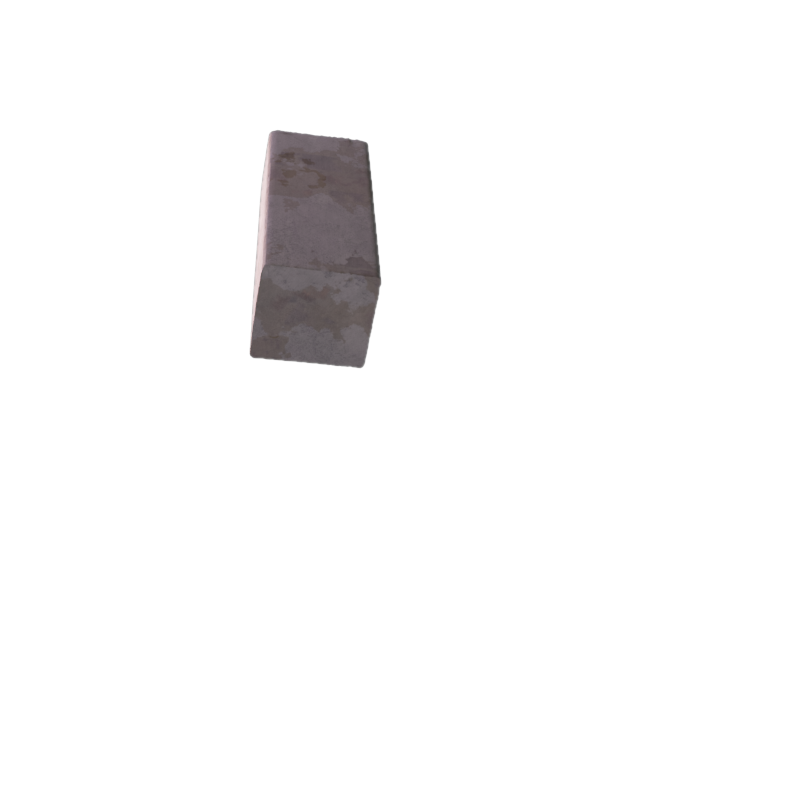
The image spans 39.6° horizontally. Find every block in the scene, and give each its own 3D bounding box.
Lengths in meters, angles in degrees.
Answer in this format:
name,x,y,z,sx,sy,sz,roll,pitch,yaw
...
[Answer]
name,x,y,z,sx,sy,sz,roll,pitch,yaw
block,-0.071,-0.131,0.911,0.090,0.085,0.221,5,38,-8
